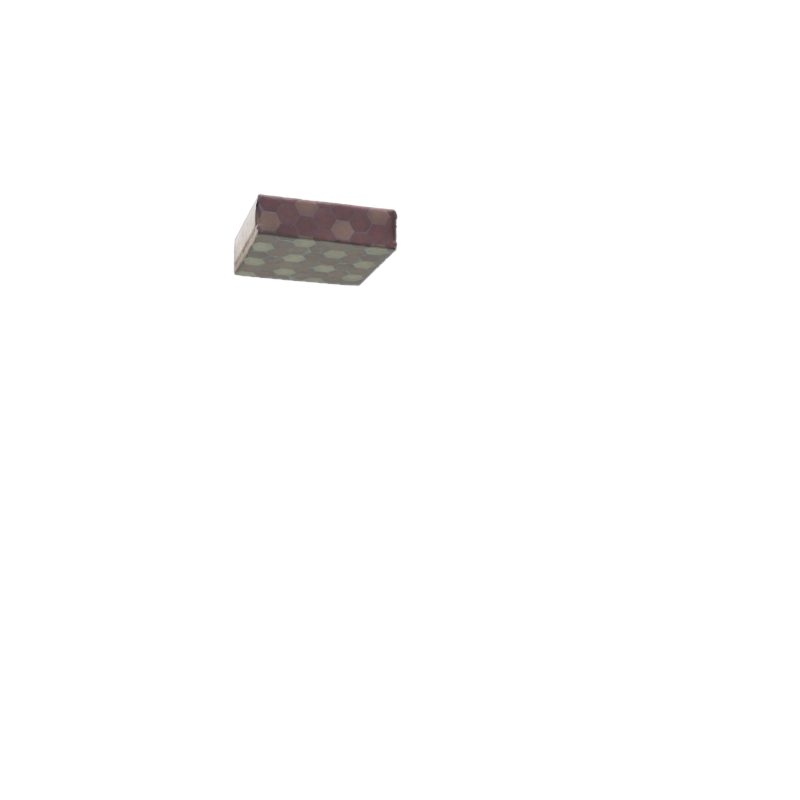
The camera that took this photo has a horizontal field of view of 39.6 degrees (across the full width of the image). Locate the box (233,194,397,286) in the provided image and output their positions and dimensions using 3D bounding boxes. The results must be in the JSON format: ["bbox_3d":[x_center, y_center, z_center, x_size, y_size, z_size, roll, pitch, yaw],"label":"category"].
[{"bbox_3d":[-0.054,-0.099,0.696,0.087,0.031,0.072,4,-15,-16],"label":"box"}]
